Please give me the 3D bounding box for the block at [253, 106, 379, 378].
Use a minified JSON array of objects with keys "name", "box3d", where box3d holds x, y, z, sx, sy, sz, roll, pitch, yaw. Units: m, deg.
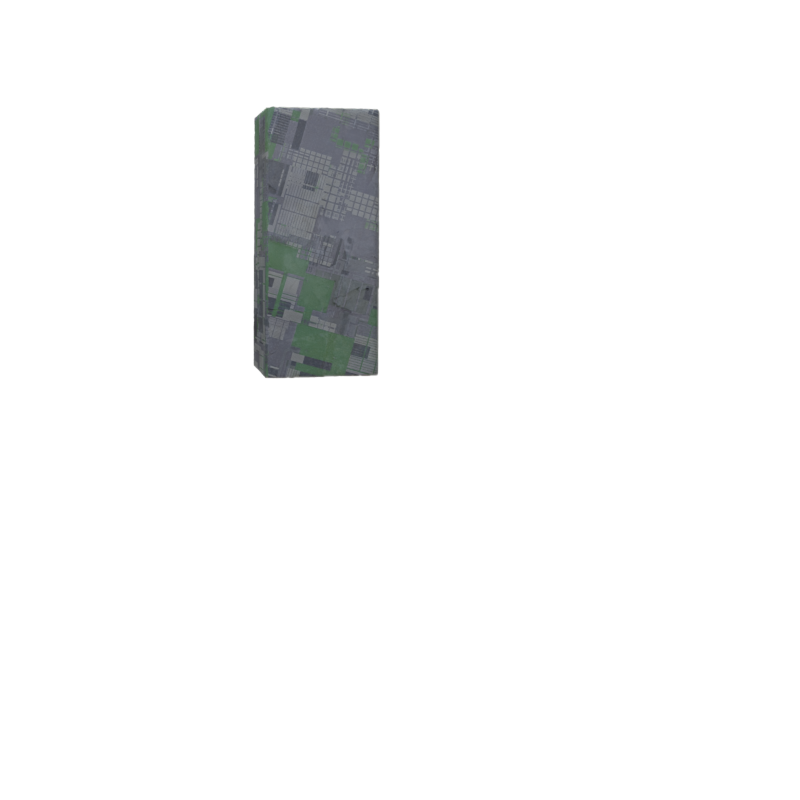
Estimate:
[{"name":"block","box3d":[-0.069,-0.127,0.886,0.089,0.206,0.092,0,2,-12]}]
